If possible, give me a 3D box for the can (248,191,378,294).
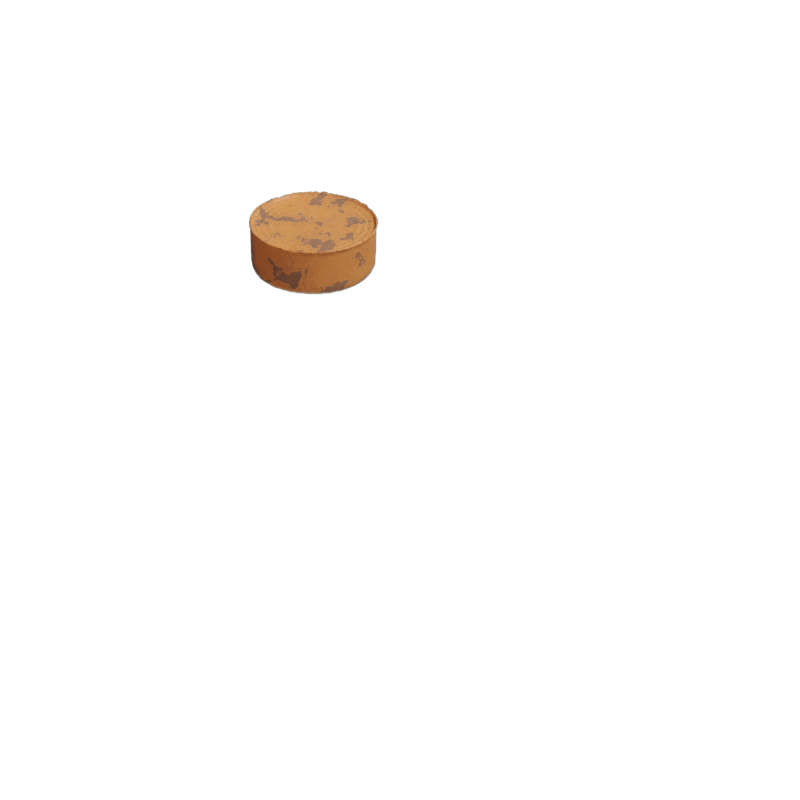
[{"bbox_3d":[-0.058,-0.106,0.743,0.086,0.031,0.092,-1,35,-2],"label":"can"}]
